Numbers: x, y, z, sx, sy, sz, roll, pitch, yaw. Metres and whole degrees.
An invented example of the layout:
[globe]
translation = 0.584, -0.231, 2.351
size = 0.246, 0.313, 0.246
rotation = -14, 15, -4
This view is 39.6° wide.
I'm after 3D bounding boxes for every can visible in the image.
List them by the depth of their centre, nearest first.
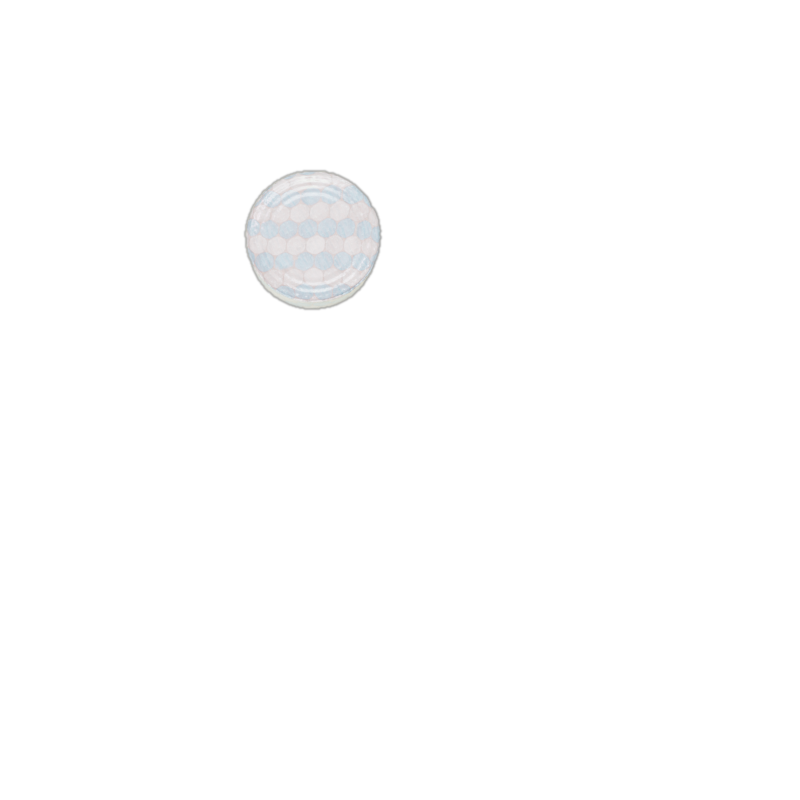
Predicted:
[can]
translation = -0.056, -0.102, 0.717
size = 0.086, 0.089, 0.032
rotation = 0, -13, -1
